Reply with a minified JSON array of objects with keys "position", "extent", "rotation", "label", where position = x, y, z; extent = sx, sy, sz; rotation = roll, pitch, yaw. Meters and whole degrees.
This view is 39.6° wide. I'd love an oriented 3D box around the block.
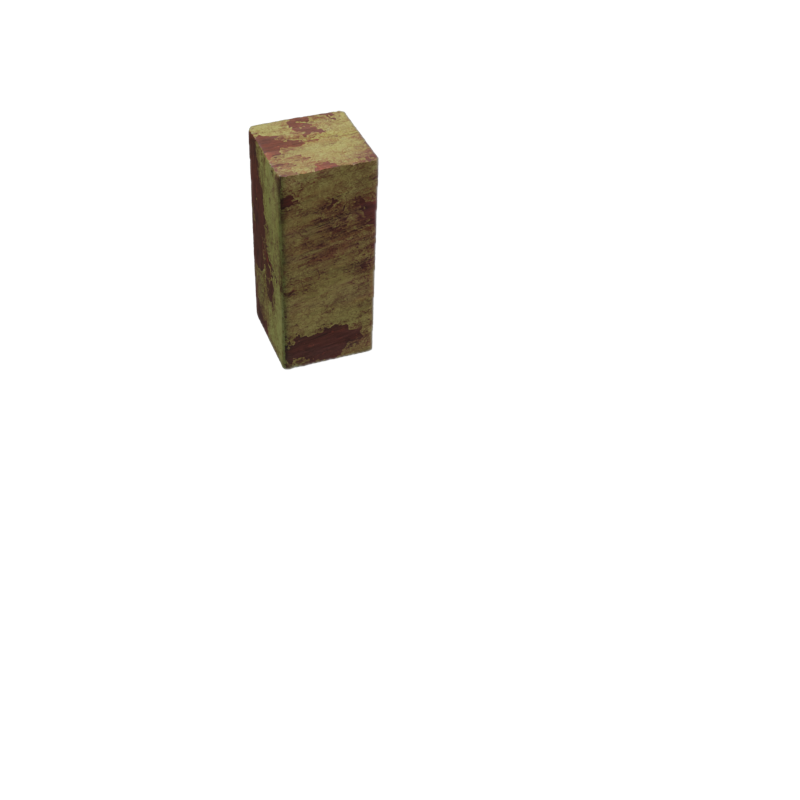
[{"position":[-0.078,-0.141,0.987],"extent":[0.089,0.192,0.098],"rotation":[-12,41,-18],"label":"block"}]
